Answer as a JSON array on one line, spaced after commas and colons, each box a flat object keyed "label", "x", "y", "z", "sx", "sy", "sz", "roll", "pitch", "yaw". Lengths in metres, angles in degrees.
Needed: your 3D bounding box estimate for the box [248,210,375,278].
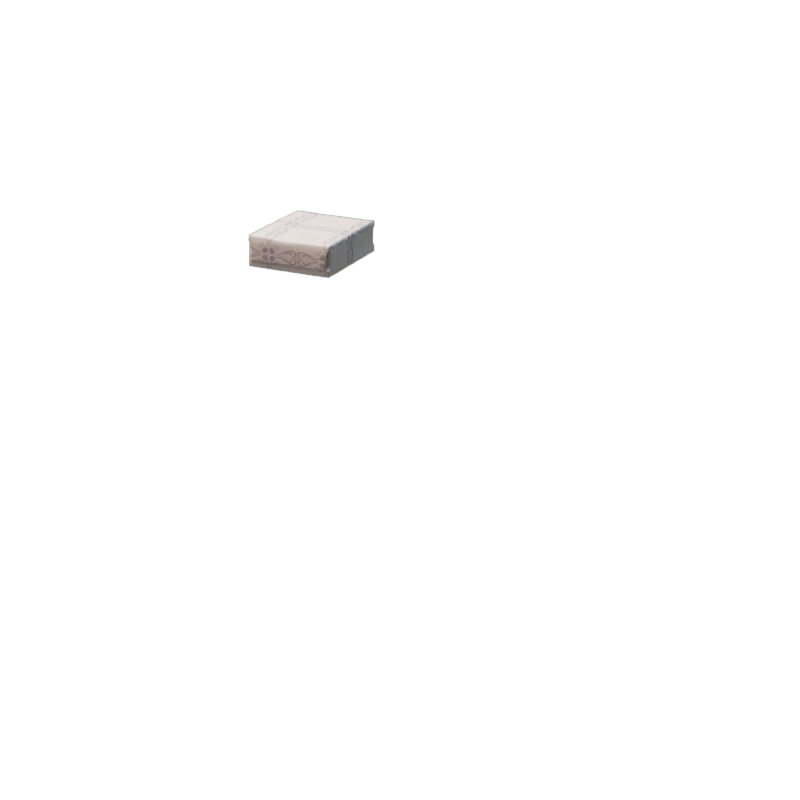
[{"label": "box", "x": -0.071, "y": -0.129, "z": 0.903, "sx": 0.076, "sy": 0.029, "sz": 0.090, "roll": 10, "pitch": 25, "yaw": 23}]
